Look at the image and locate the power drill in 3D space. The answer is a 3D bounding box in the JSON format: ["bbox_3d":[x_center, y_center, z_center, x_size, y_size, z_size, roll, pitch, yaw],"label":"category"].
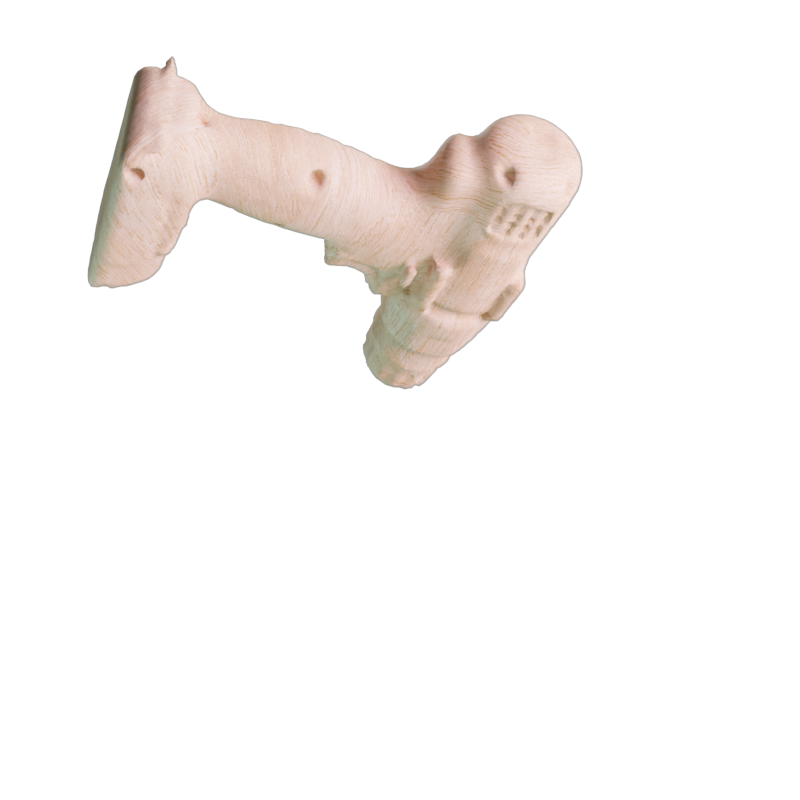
[{"bbox_3d":[-0.038,-0.070,0.491,0.183,0.061,0.177,10,-34,-15],"label":"power drill"}]
